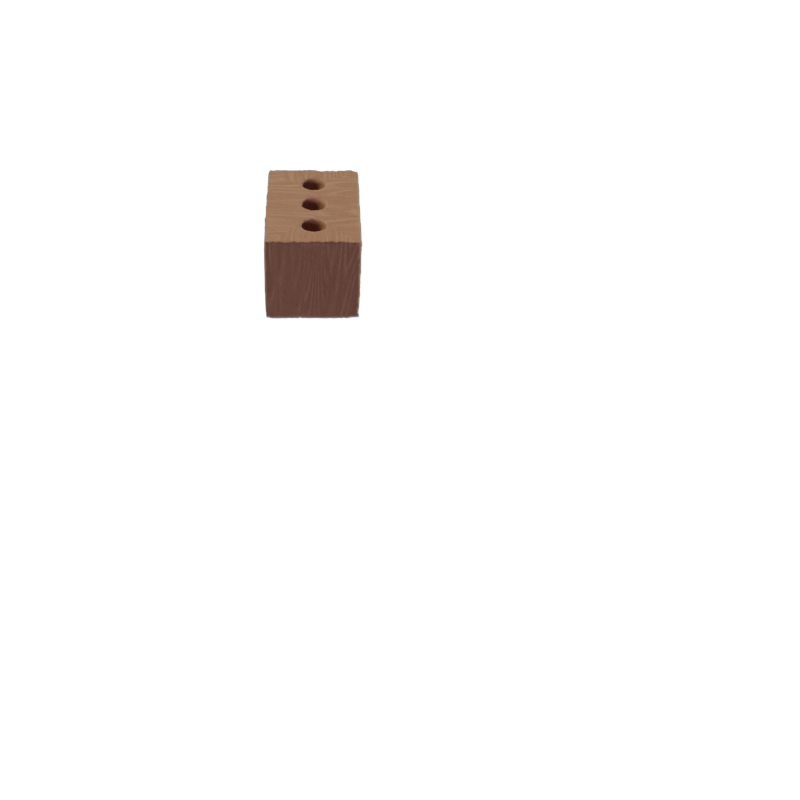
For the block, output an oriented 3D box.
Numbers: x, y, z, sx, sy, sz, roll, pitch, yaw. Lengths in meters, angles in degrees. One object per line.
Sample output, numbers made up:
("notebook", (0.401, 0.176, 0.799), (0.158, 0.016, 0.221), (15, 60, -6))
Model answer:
("block", (-0.048, -0.088, 0.616), (0.053, 0.048, 0.083), (-1, 38, -3))
